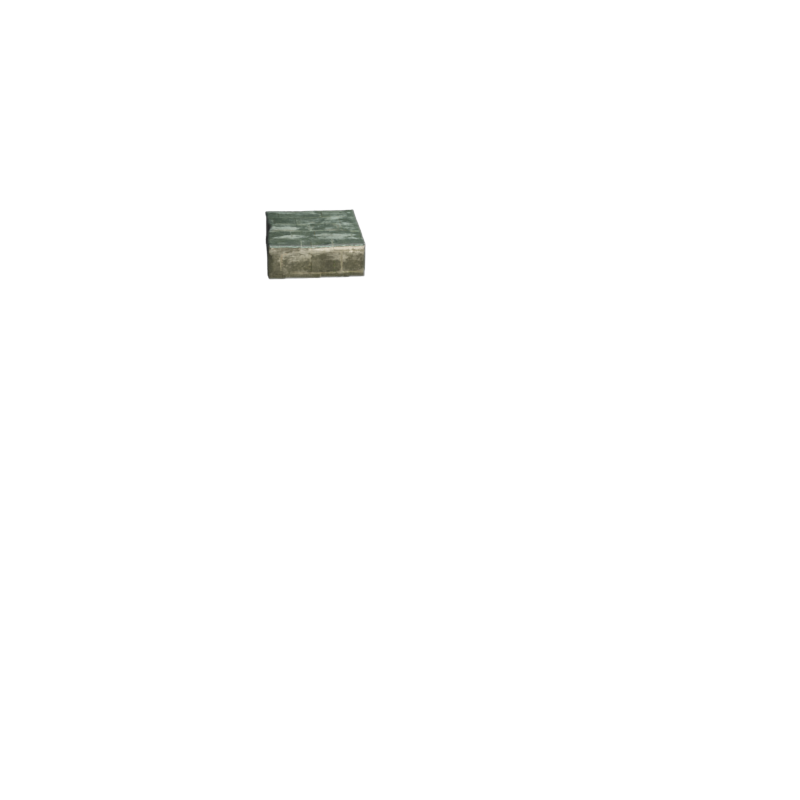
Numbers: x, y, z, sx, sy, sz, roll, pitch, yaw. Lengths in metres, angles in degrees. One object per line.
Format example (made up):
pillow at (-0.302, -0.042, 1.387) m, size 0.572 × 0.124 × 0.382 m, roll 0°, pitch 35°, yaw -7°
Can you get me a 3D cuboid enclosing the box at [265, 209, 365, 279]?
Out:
box at (-0.067, -0.123, 0.860) m, size 0.073 × 0.029 × 0.094 m, roll -2°, pitch 26°, yaw -5°
